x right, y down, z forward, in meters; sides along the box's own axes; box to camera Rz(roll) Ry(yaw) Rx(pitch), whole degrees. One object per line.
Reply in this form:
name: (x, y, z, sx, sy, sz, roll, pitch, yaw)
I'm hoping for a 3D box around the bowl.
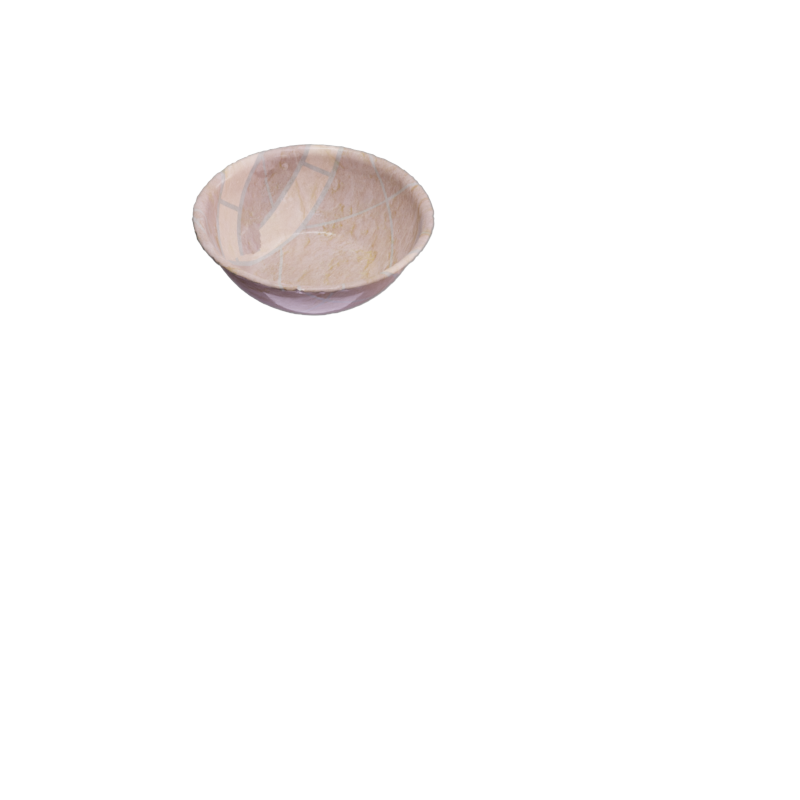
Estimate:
bowl: (-0.059, -0.108, 0.755, 0.162, 0.051, 0.174, -1, 43, -1)
